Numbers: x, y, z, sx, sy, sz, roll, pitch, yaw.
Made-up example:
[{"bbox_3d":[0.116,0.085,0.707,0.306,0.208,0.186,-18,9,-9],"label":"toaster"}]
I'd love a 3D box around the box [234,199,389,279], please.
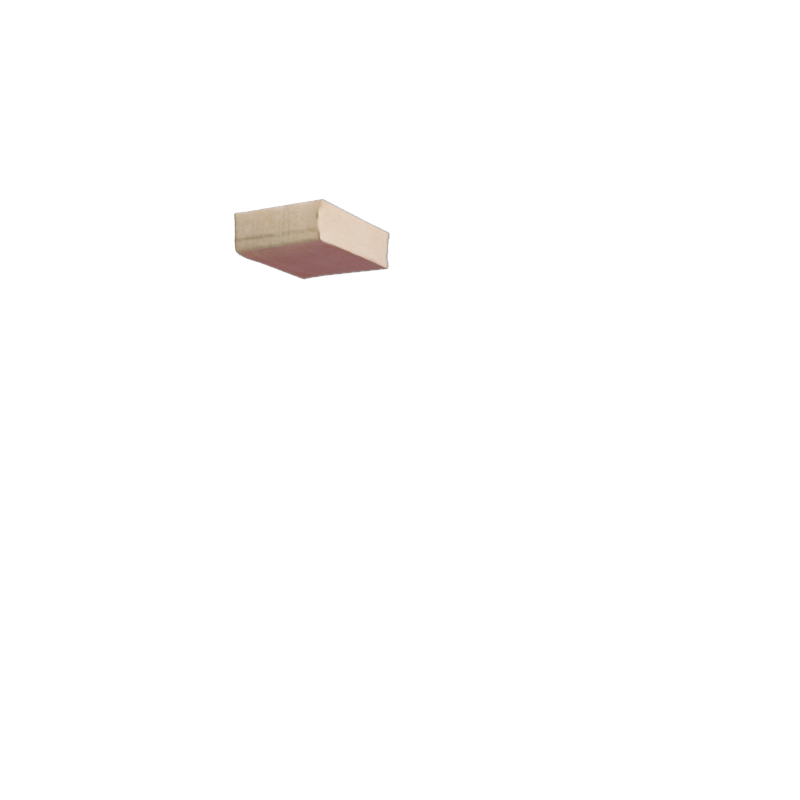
[{"bbox_3d":[-0.074,-0.135,0.943,0.092,0.040,0.108,-5,-8,30],"label":"box"}]
